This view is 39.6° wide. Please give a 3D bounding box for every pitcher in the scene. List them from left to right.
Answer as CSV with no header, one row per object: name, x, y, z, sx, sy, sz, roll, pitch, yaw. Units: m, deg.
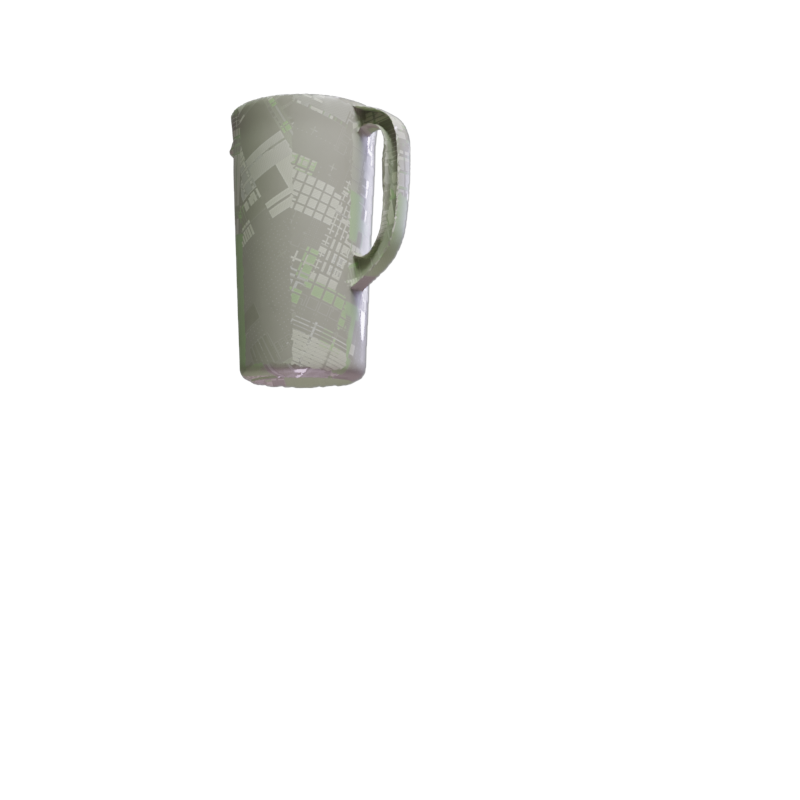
pitcher,-0.075,-0.137,0.962,0.143,0.250,0.147,2,-11,-12
